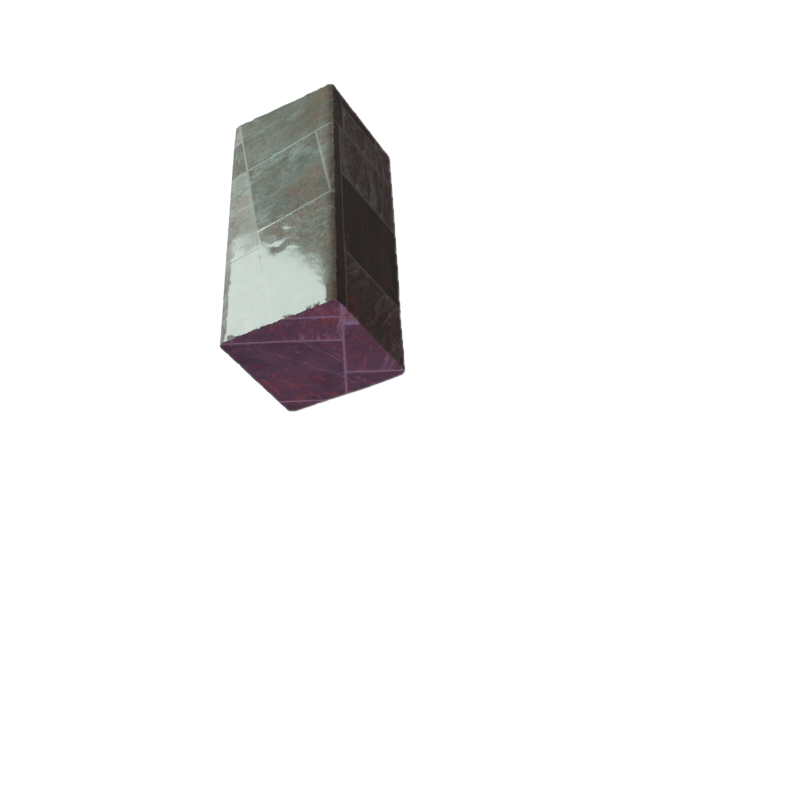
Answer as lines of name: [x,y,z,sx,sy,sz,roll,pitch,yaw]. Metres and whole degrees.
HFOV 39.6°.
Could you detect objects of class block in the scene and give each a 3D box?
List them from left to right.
block: [-0.061,-0.110,0.774,0.091,0.221,0.084,-21,-43,21]
